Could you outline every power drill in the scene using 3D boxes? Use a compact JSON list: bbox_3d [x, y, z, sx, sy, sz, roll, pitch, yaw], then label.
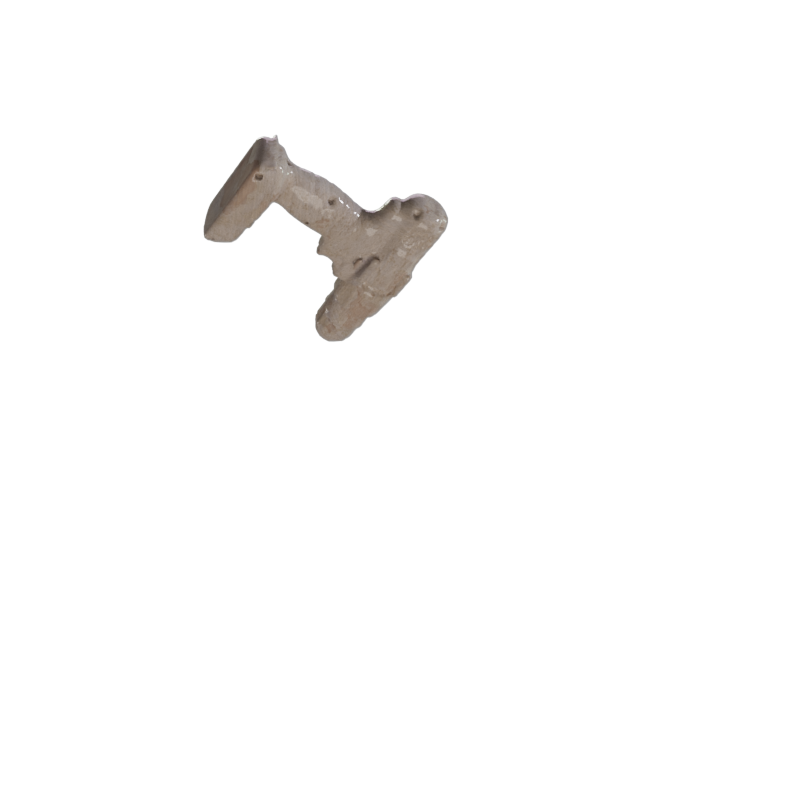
[{"bbox_3d":[-0.078,-0.142,0.997,0.180,0.062,0.179,25,-53,-21],"label":"power drill"}]
